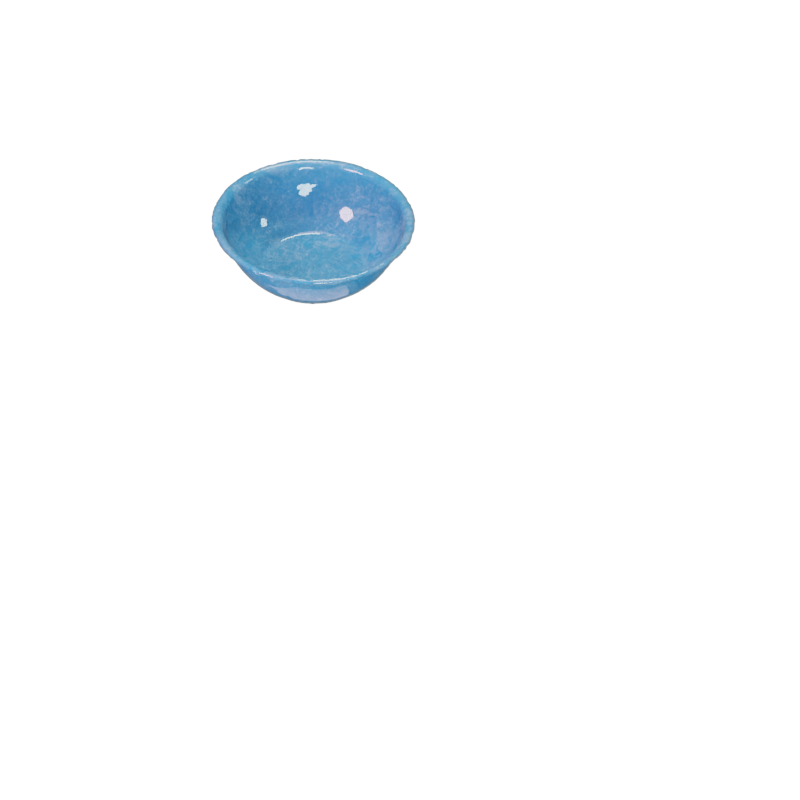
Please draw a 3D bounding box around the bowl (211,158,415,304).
[{"bbox_3d":[-0.070,-0.128,0.900,0.162,0.051,0.174,-1,44,-1],"label":"bowl"}]
